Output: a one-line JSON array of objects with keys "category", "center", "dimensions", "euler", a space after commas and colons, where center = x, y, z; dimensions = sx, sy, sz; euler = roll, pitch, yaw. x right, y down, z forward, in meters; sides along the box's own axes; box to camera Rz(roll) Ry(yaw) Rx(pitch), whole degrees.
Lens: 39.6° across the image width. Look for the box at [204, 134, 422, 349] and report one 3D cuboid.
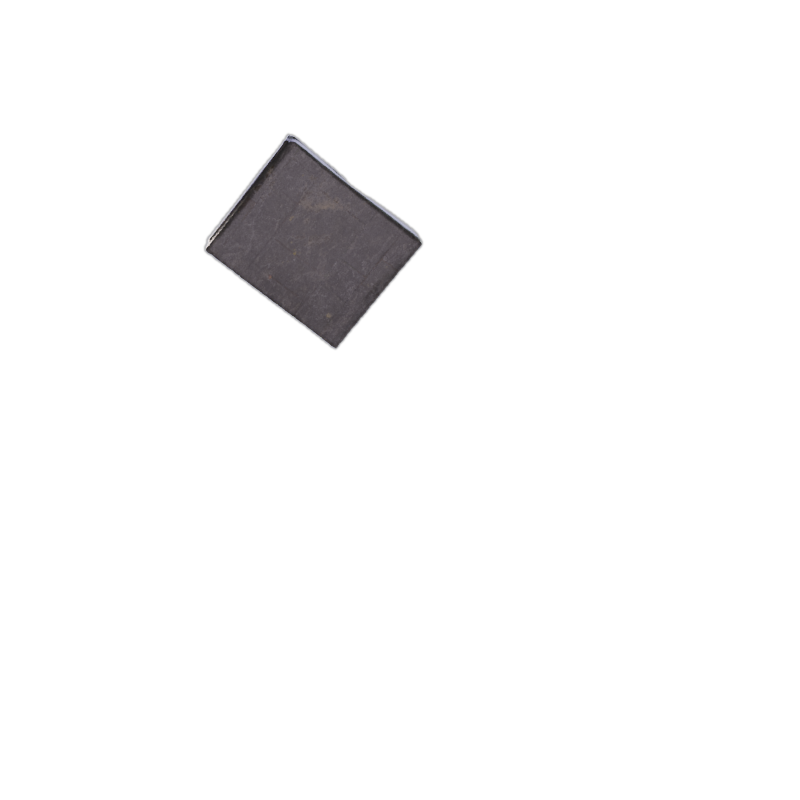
[{"category": "box", "center": [-0.045, -0.083, 0.579], "dimensions": [0.088, 0.072, 0.031], "euler": [38, 9, -8]}]
